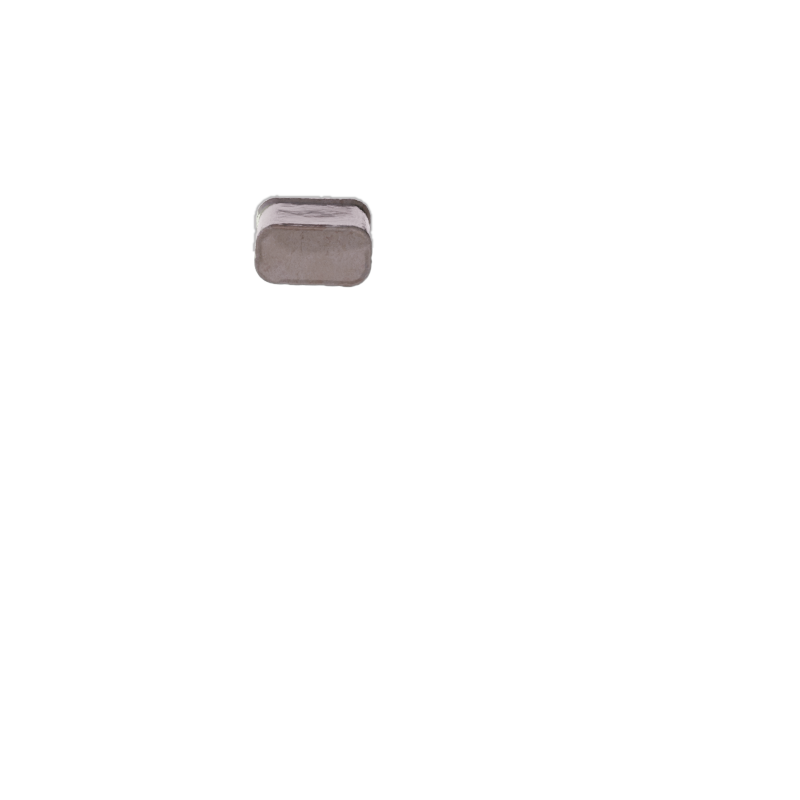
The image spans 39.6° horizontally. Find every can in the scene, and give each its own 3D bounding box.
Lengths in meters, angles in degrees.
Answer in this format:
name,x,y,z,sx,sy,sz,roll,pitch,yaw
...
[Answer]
name,x,y,z,sx,sy,sz,roll,pitch,yaw
can,-0.073,-0.134,0.939,0.102,0.055,0.088,1,22,-2
